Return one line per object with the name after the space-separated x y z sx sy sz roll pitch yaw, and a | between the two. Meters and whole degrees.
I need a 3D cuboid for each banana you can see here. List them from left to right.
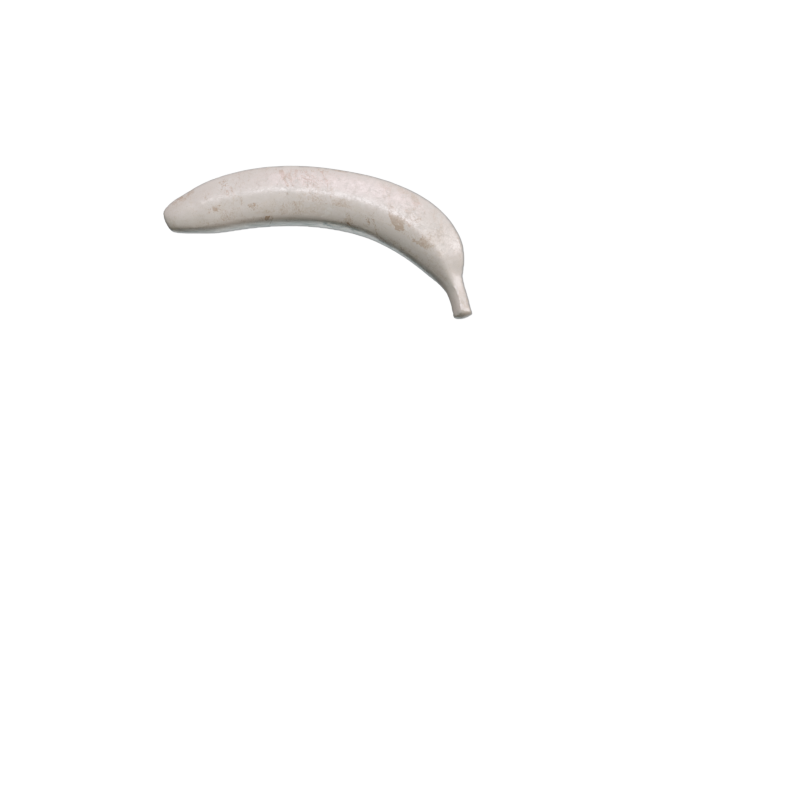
-0.044 -0.111 0.678 0.201 0.073 0.034 17 -28 9 | banana
